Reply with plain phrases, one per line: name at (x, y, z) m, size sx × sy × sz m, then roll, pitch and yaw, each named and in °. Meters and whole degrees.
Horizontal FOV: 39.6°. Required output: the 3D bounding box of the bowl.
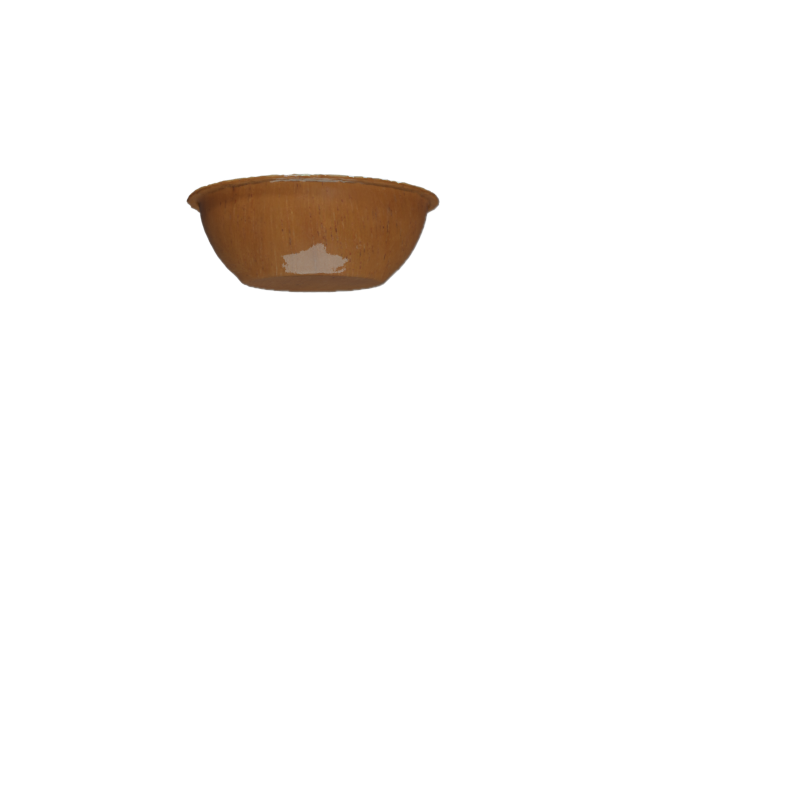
bowl at (-0.055, -0.101, 0.708) m, size 0.162 × 0.056 × 0.160 m, roll 0°, pitch -2°, yaw -2°
